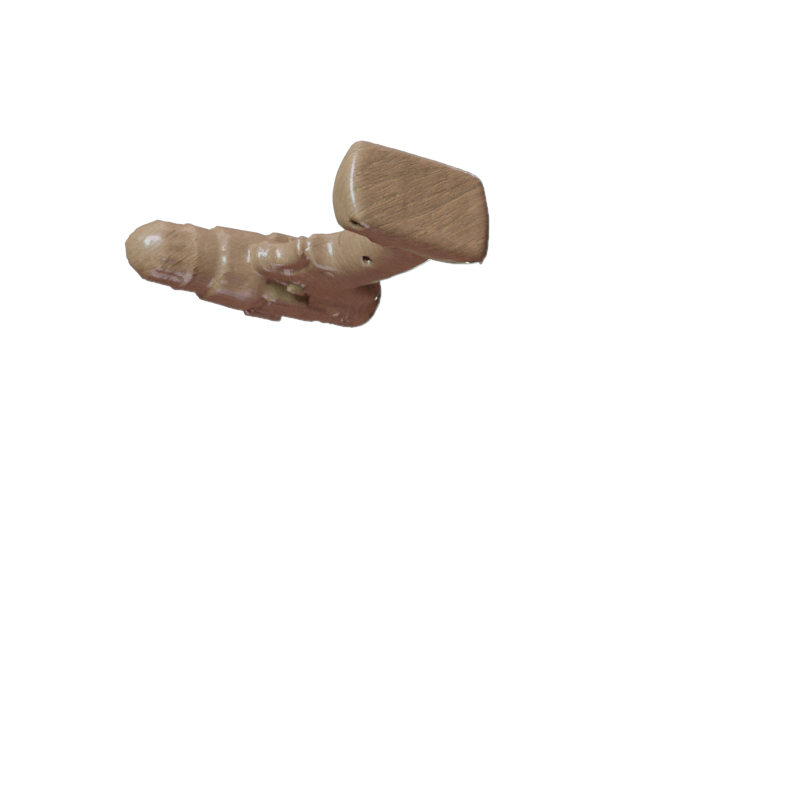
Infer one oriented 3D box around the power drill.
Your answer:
[{"bbox_3d":[-0.053,-0.097,0.681,0.176,0.060,0.189,9,-15,-35],"label":"power drill"}]
